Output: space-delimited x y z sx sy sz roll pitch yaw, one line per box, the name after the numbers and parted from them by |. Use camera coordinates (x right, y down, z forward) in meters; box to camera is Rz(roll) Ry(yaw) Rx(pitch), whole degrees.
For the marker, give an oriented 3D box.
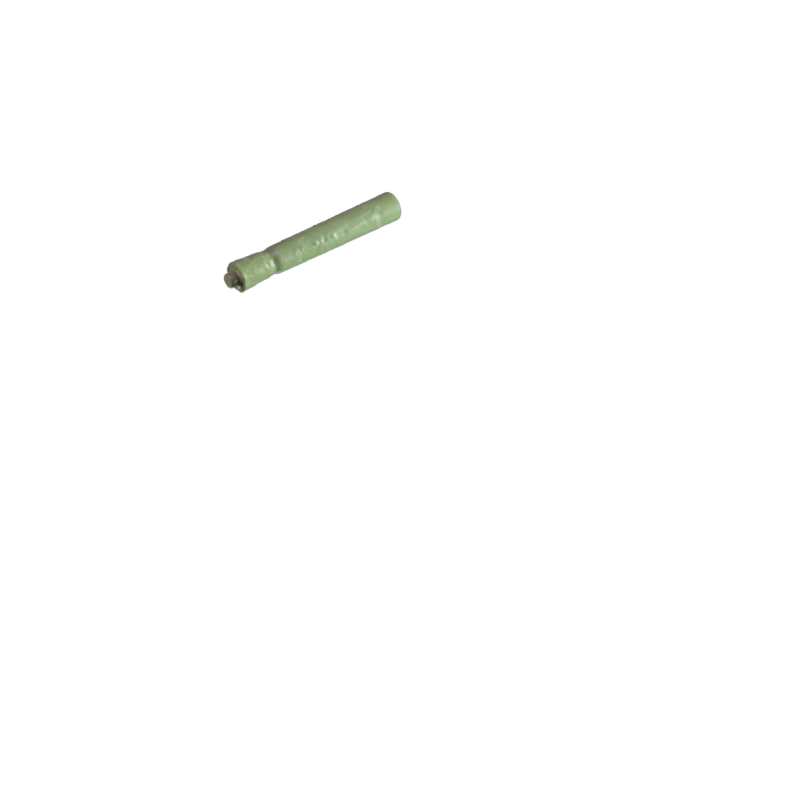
-0.051 -0.093 0.654 0.121 0.019 0.020 -29 18 -27 | marker
